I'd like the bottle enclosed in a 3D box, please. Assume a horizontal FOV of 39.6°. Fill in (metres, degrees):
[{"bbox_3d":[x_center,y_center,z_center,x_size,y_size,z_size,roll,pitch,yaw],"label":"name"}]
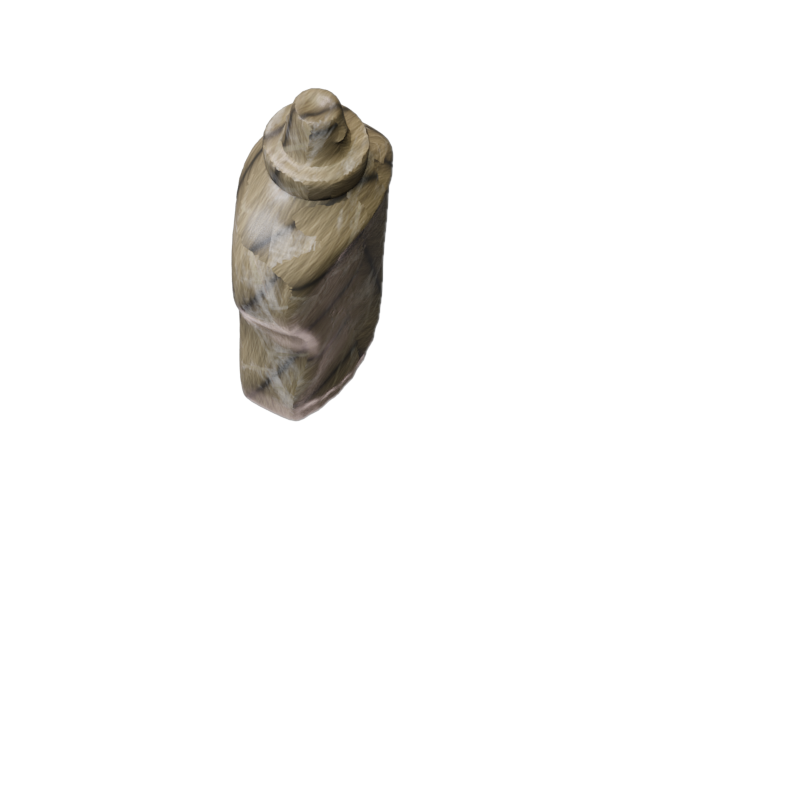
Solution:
[{"bbox_3d":[-0.037,-0.069,0.484,0.060,0.099,0.181,26,-25,9],"label":"bottle"}]
